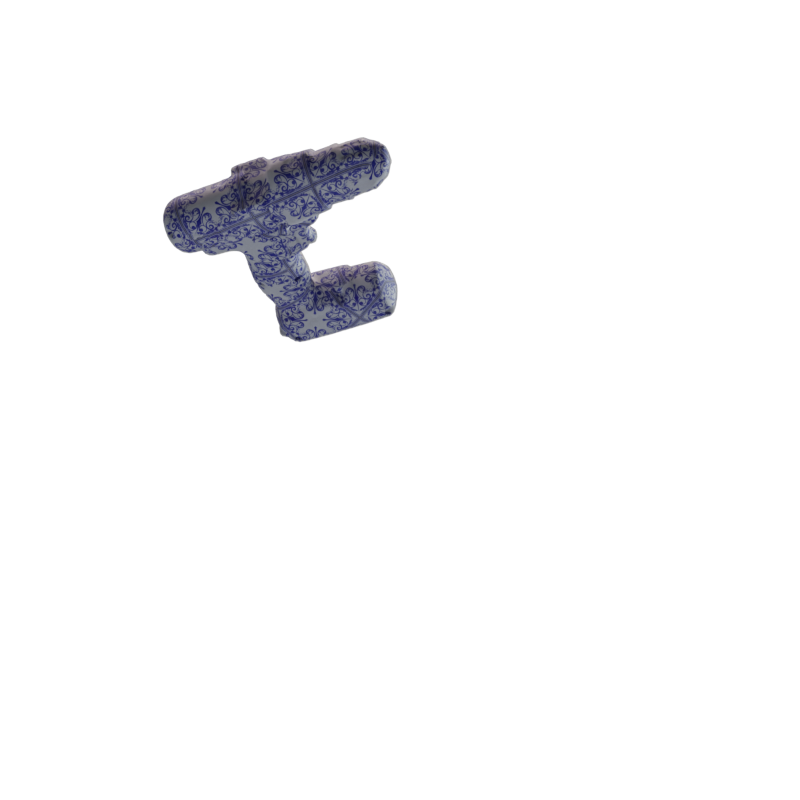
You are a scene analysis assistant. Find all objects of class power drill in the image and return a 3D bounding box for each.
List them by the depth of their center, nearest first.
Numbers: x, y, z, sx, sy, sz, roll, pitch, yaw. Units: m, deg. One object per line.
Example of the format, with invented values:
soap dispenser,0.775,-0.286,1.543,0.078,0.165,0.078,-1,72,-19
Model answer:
power drill,-0.069,-0.127,0.887,0.186,0.061,0.173,-13,-36,19
